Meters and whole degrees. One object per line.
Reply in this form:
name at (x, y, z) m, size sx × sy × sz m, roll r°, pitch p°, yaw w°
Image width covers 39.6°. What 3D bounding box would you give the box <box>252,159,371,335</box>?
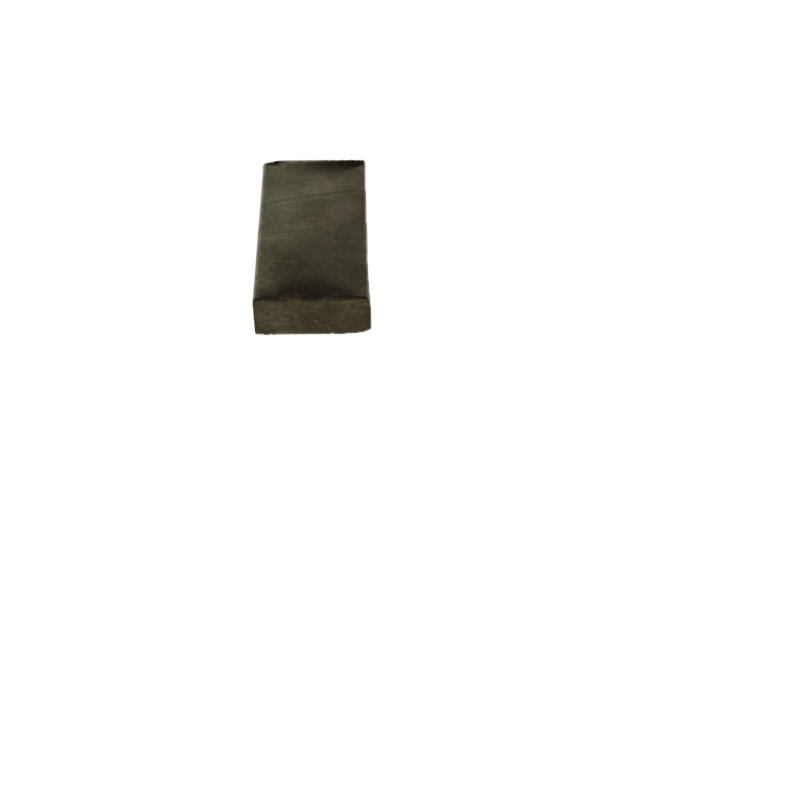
box at (-0.073, -0.132, 0.925) m, size 0.093 × 0.189 × 0.045 m, roll -2°, pitch -42°, yaw -1°
